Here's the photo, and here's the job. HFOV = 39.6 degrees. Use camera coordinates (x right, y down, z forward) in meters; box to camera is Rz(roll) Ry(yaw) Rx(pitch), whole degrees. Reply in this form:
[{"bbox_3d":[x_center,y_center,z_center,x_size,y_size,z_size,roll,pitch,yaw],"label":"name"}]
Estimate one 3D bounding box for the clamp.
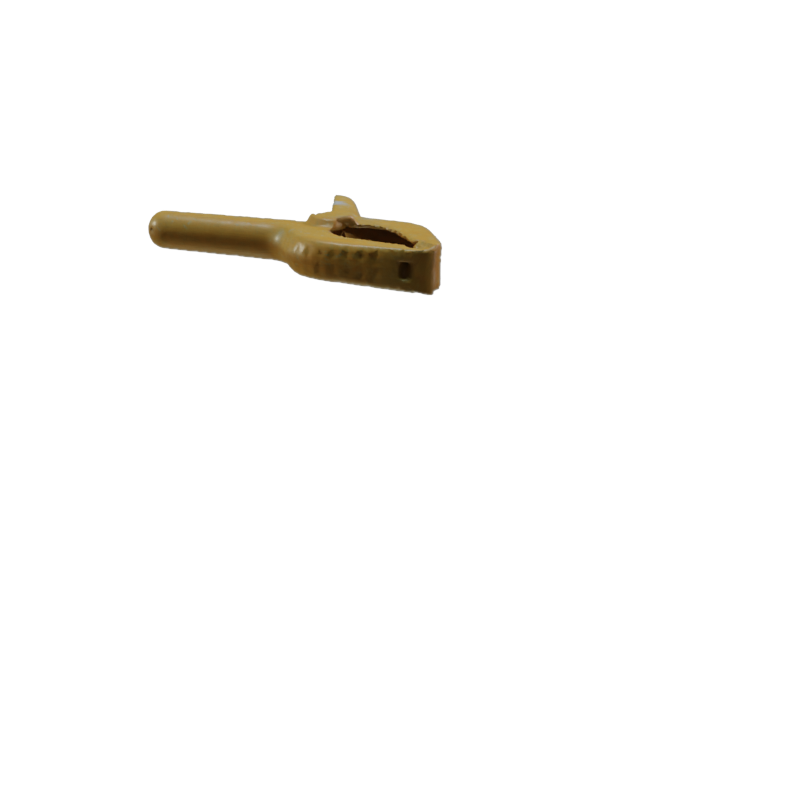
[{"bbox_3d":[-0.055,-0.101,0.705,0.161,0.035,0.223,-11,22,-28],"label":"clamp"}]
